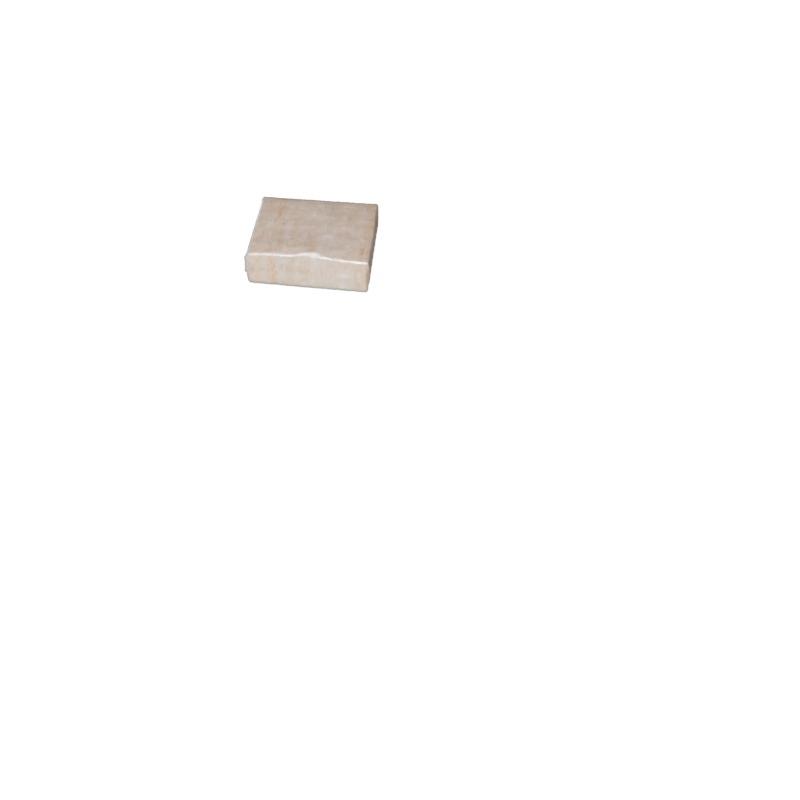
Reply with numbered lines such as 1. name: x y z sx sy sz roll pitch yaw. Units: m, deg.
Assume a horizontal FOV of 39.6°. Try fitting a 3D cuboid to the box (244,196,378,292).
1. box: -0.063 -0.115 0.806 0.090 0.028 0.078 5 42 5
